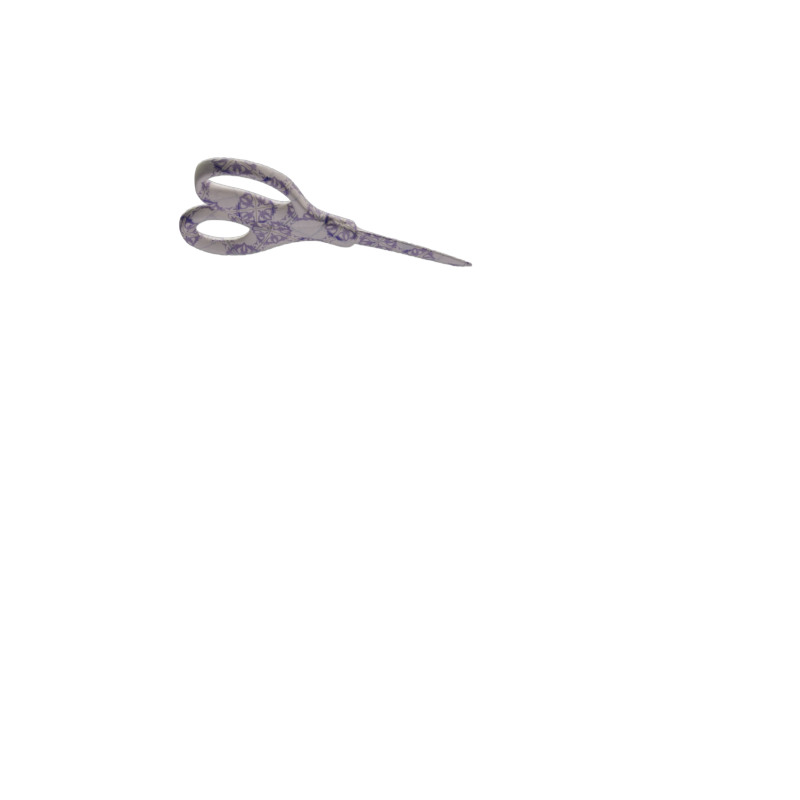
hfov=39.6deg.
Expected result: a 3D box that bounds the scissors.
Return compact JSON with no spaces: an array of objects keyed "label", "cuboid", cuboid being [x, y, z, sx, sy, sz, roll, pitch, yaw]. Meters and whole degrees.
[{"label":"scissors","cuboid":[-0.057,-0.103,0.725,0.190,0.017,0.096,22,-36,-34]}]
